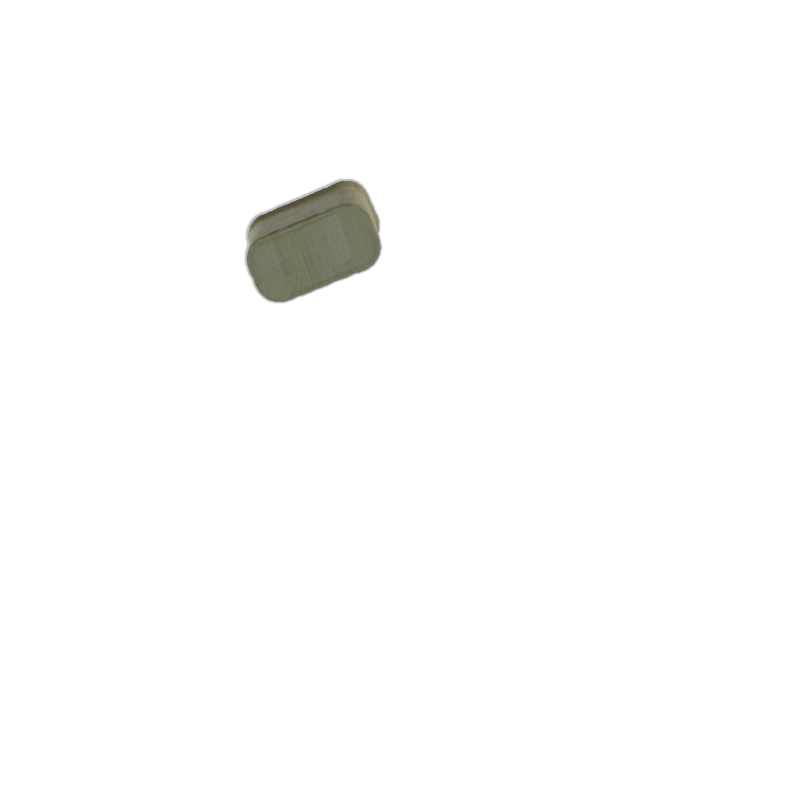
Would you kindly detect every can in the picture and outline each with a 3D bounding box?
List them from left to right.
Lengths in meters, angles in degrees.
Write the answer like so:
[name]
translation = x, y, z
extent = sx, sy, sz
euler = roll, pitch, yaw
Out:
[can]
translation = -0.065, -0.119, 0.832
extent = 0.102, 0.055, 0.087
euler = -22, 17, 4
